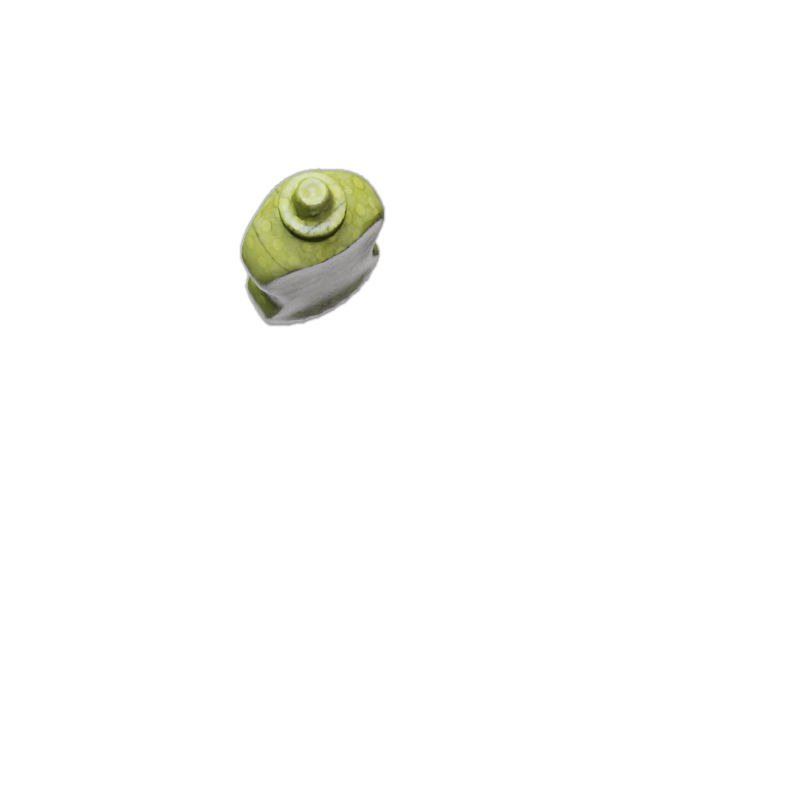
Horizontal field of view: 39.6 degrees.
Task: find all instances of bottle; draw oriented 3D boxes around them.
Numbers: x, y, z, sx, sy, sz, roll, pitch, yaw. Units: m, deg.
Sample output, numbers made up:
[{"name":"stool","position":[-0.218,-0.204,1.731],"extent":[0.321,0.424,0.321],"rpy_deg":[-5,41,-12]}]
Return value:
[{"name":"bottle","position":[-0.057,-0.104,0.722],"extent":[0.096,0.060,0.186],"rpy_deg":[-29,-7,-8]}]
